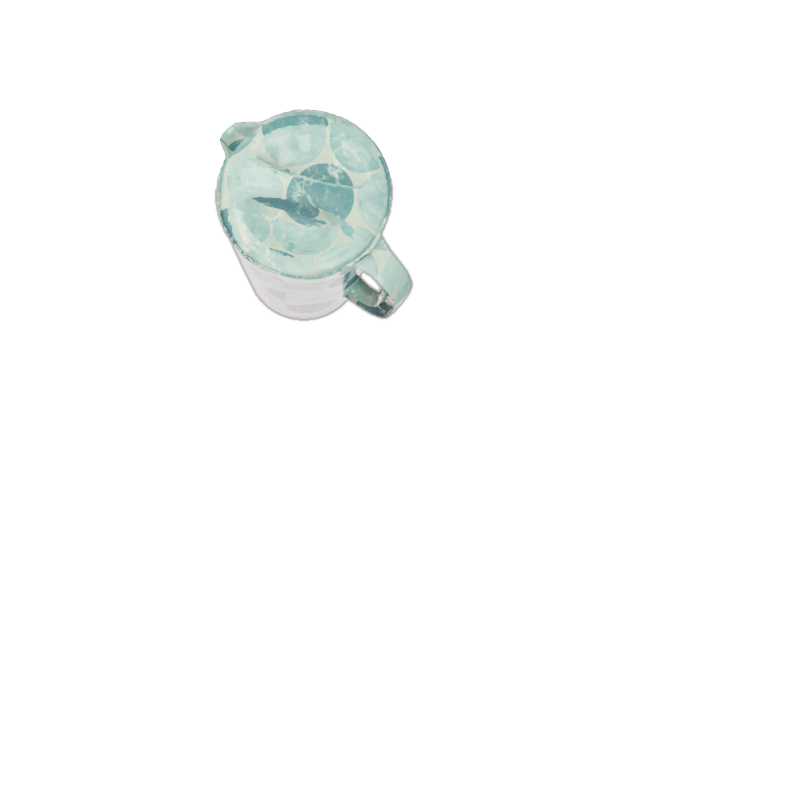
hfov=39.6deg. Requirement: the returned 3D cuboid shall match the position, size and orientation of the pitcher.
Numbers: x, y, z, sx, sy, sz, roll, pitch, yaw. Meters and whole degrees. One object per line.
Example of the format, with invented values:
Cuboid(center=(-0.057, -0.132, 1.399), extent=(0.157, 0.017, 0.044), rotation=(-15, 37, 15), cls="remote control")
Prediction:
Cuboid(center=(-0.074, -0.134, 0.940), extent=(0.144, 0.154, 0.237), rotation=(-4, -9, -4), cls="pitcher")
